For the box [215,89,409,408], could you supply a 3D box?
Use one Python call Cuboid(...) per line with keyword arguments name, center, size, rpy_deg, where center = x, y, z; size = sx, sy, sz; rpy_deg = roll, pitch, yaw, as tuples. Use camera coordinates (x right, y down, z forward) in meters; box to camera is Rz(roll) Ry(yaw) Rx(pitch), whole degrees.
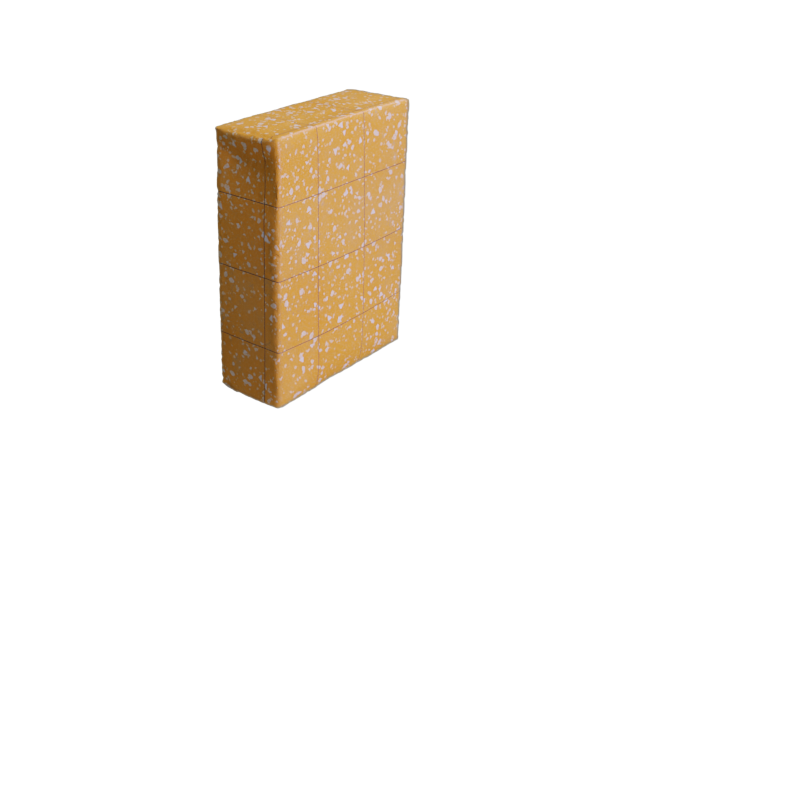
Cuboid(name="box", center=(-0.069, -0.125, 0.877), size=(0.076, 0.204, 0.164), rpy_deg=(16, 28, 32))
